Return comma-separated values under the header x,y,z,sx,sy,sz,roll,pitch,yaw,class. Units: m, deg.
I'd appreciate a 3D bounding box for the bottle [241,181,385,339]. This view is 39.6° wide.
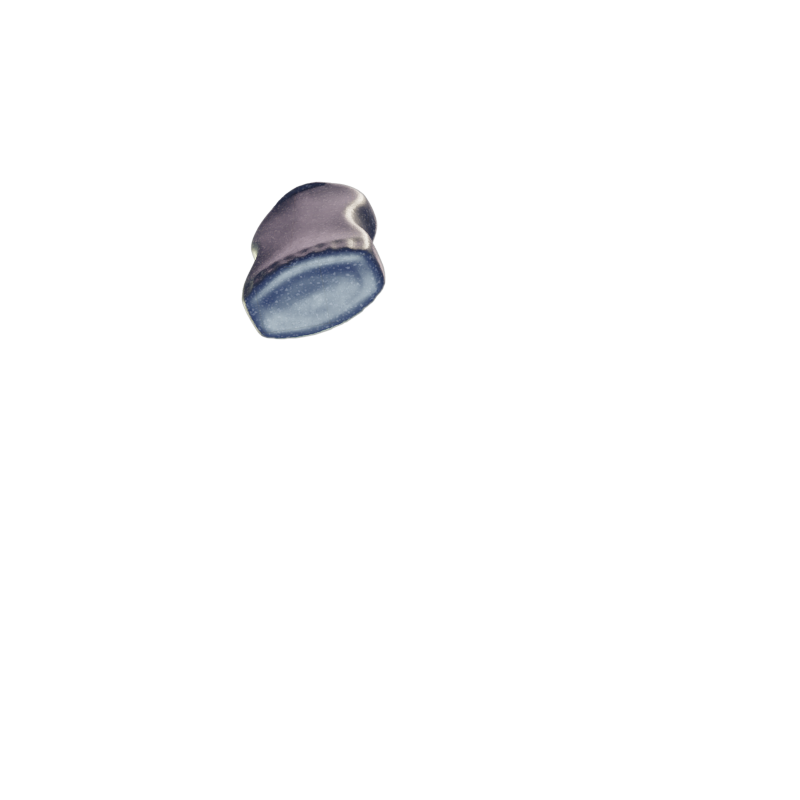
x,y,z,sx,sy,sz,roll,pitch,yaw,class
-0.064,-0.117,0.821,0.096,0.055,0.203,-24,28,9,bottle
